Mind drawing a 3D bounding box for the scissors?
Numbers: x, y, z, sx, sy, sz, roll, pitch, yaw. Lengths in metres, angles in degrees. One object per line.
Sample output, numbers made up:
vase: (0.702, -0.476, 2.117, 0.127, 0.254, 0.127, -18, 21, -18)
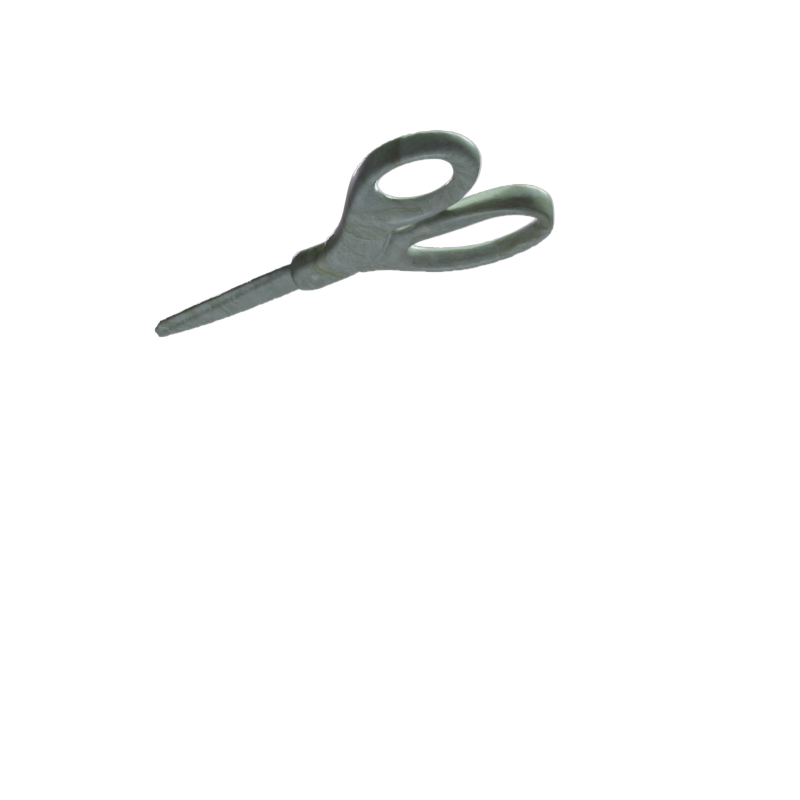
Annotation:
scissors: (-0.037, -0.068, 0.476, 0.204, 0.017, 0.089, -10, -30, 17)
